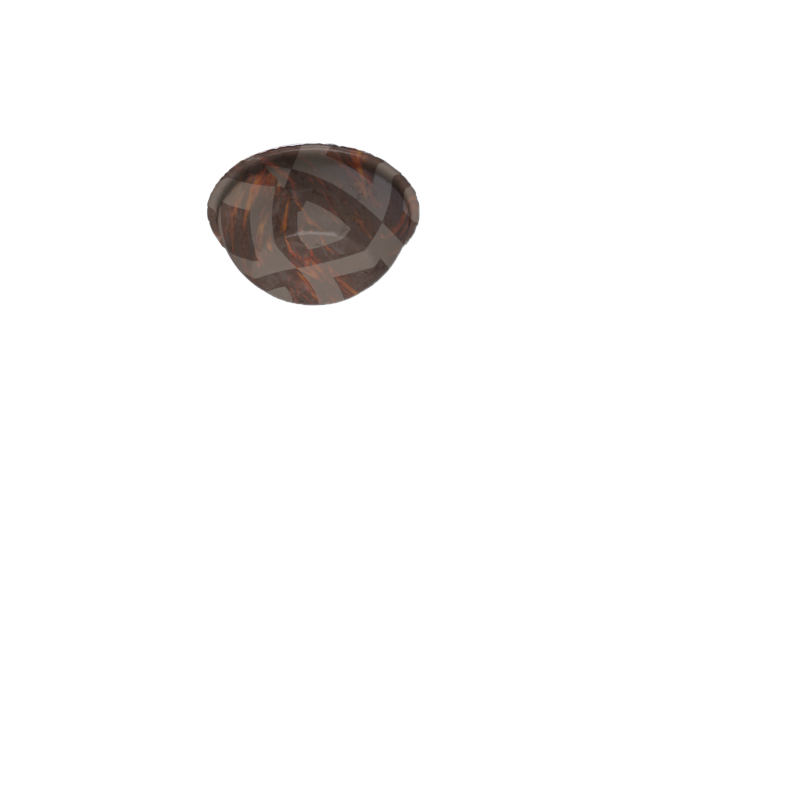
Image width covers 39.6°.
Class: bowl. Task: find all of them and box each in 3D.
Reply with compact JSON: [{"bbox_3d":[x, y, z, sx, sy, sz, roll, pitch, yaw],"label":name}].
[{"bbox_3d":[-0.065,-0.118,0.829,0.162,0.059,0.152,1,-33,-2],"label":"bowl"}]
